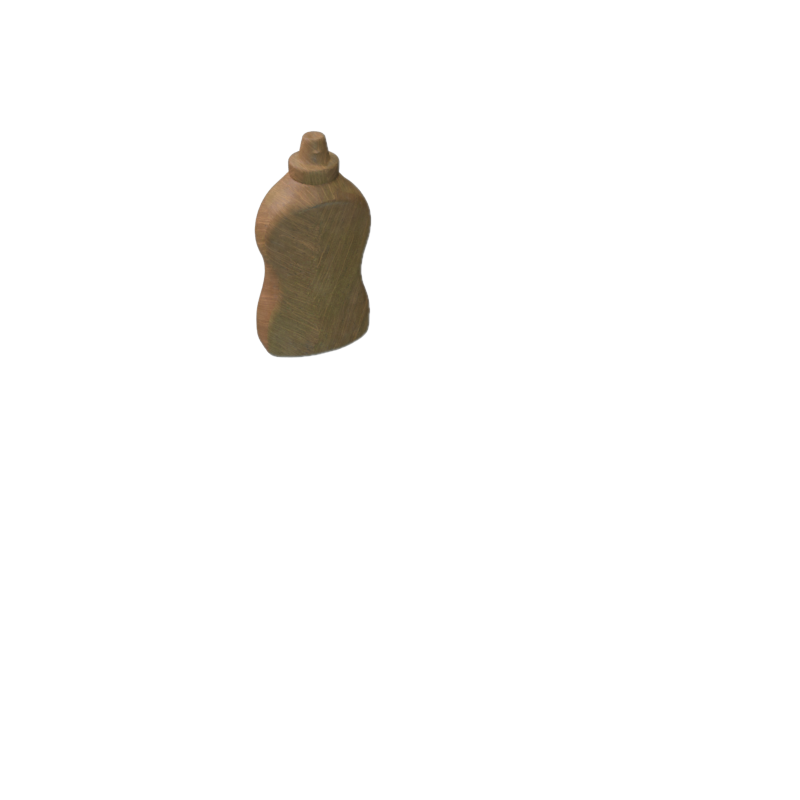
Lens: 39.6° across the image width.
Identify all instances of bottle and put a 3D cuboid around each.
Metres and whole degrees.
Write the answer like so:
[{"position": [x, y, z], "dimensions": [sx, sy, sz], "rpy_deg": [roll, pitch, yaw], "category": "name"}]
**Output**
[{"position": [-0.071, -0.130, 0.910], "dimensions": [0.094, 0.180, 0.063], "rpy_deg": [-11, 34, -20], "category": "bottle"}]
